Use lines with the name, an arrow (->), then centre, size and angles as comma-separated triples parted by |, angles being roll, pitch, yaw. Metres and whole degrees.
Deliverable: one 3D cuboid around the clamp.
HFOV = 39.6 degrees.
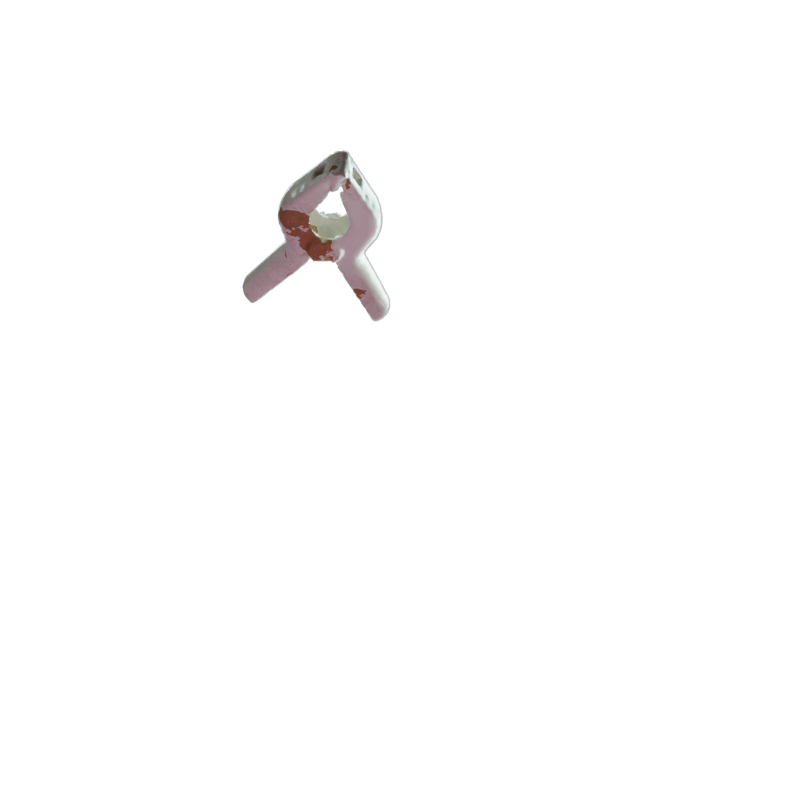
clamp -> -0.067, -0.123, 0.860 | 0.120, 0.042, 0.159 | 0, -41, 0
